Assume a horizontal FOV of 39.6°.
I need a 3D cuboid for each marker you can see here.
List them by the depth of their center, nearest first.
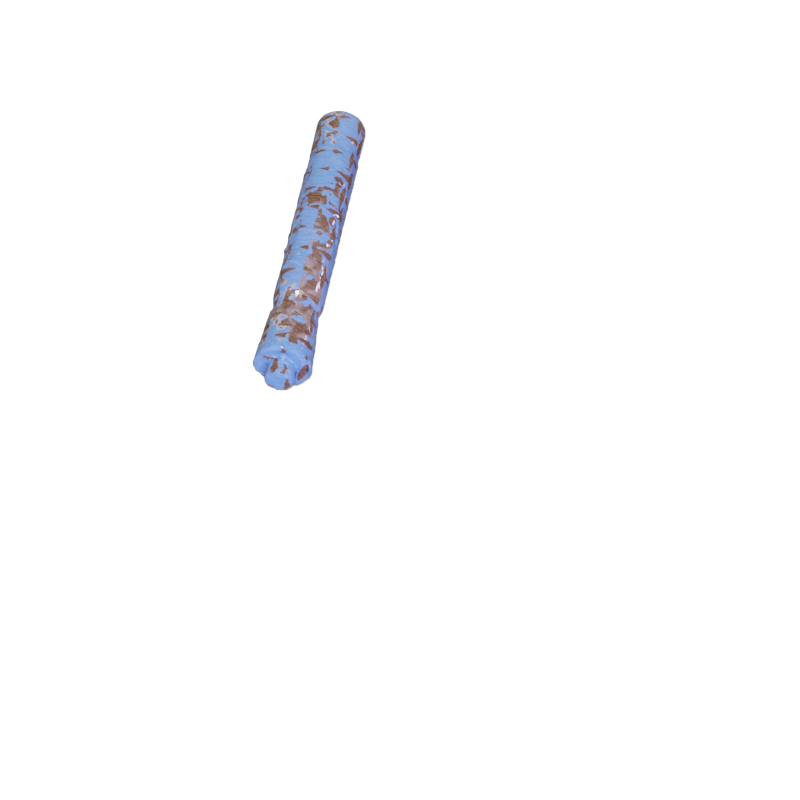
[{"bbox_3d":[-0.030,-0.054,0.381,0.020,0.129,0.018,6,-40,3],"label":"marker"}]
